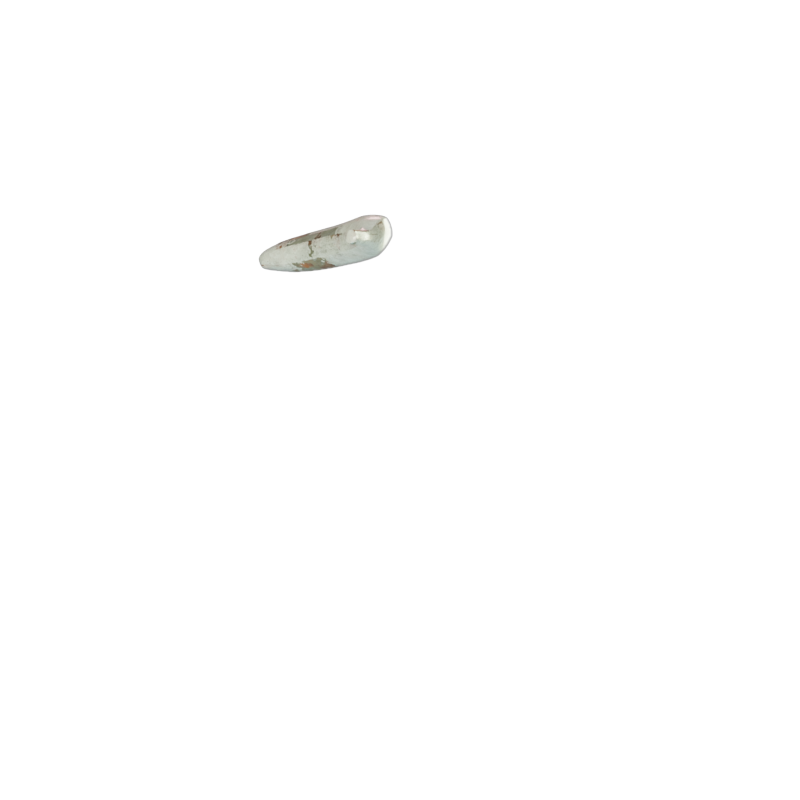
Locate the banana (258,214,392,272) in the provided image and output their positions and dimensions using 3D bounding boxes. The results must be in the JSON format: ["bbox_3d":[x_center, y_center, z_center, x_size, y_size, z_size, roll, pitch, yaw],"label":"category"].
[{"bbox_3d":[-0.059,-0.141,0.990,0.067,0.037,0.202,2,-3,-29],"label":"banana"}]
